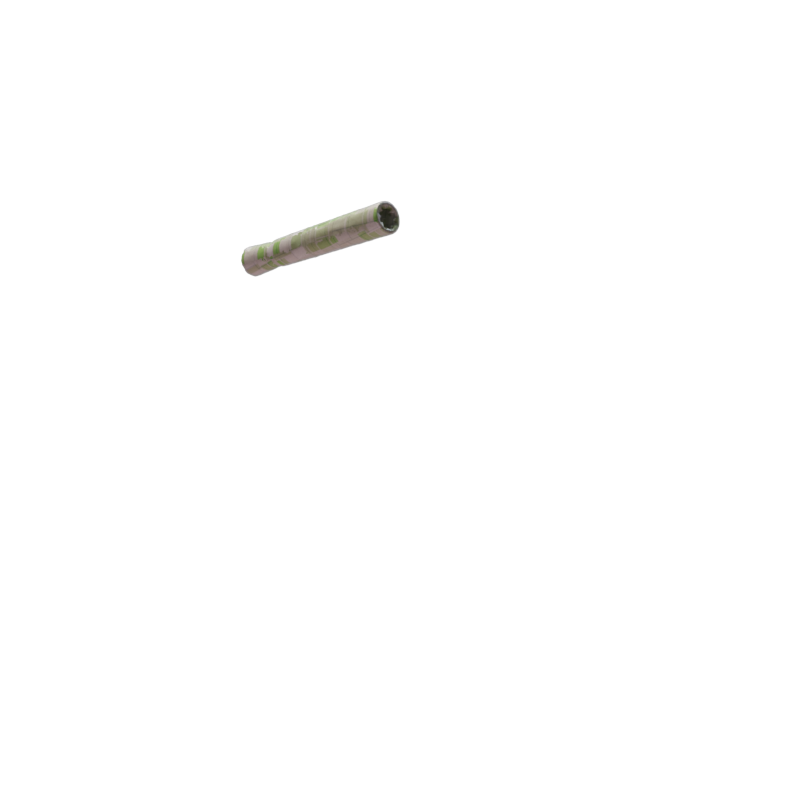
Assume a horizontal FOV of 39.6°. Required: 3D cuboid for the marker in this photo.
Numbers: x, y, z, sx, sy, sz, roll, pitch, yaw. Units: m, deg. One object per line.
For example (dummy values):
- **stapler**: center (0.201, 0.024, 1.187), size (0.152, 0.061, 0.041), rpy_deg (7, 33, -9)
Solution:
- **marker**: center (-0.050, -0.091, 0.639), size (0.123, 0.020, 0.019), rpy_deg (-10, -4, 44)
